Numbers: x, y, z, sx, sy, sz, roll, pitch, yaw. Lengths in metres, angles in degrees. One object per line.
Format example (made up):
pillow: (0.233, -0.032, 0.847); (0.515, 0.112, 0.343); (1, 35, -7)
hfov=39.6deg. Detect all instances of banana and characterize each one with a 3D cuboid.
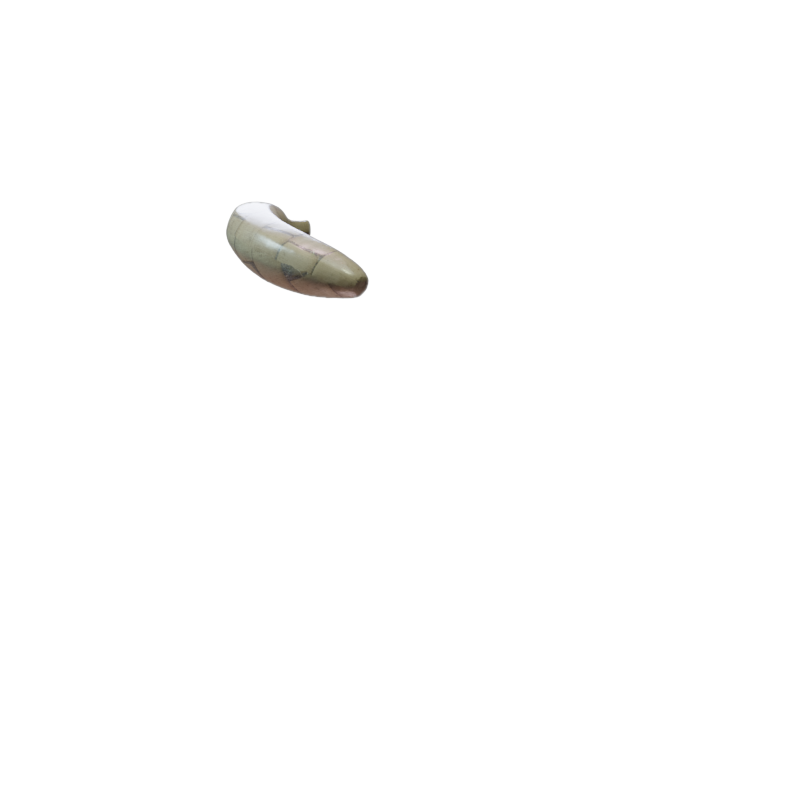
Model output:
banana: (-0.075, -0.102, 0.713); (0.069, 0.035, 0.208); (-4, 20, -13)
